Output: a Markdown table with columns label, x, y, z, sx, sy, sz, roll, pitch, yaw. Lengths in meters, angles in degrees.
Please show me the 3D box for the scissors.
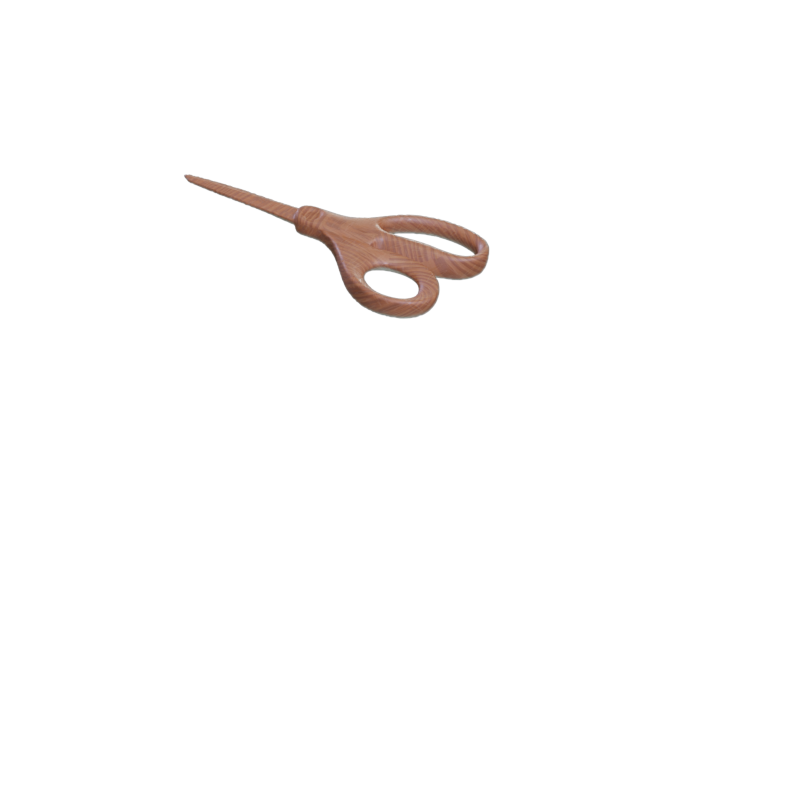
| label | x | y | z | sx | sy | sz | roll | pitch | yaw |
| --- | --- | --- | --- | --- | --- | --- | --- | --- | --- |
| scissors | -0.051 | -0.093 | 0.651 | 0.207 | 0.015 | 0.101 | 11 | 41 | 13 |
